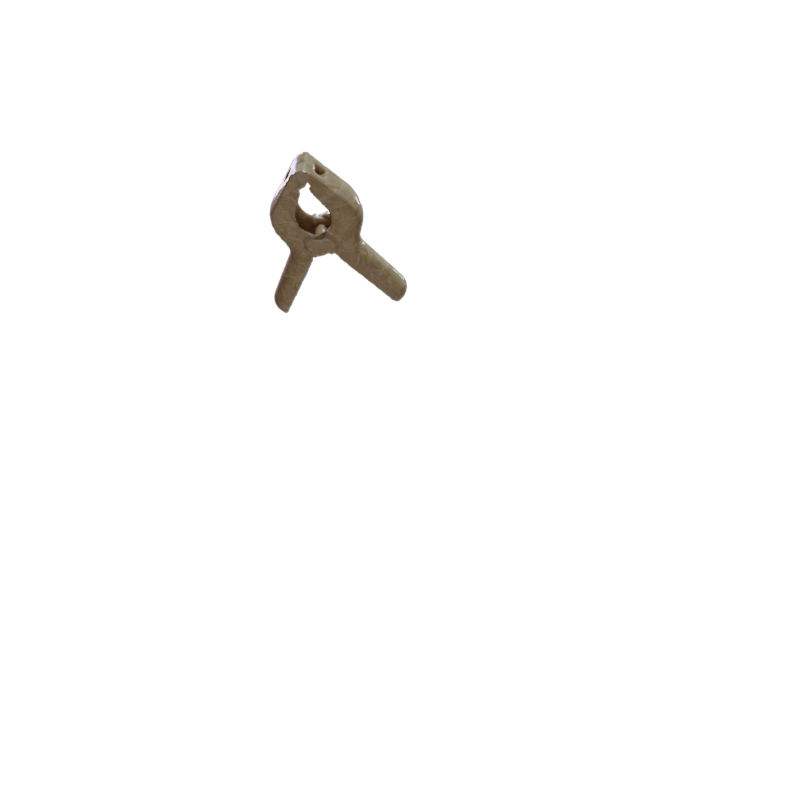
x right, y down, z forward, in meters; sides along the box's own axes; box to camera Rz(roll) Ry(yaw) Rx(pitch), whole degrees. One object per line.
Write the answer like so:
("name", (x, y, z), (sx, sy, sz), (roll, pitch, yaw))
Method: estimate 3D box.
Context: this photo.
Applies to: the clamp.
("clamp", (-0.075, -0.137, 0.961), (0.121, 0.158, 0.042), (-16, 40, 13))
